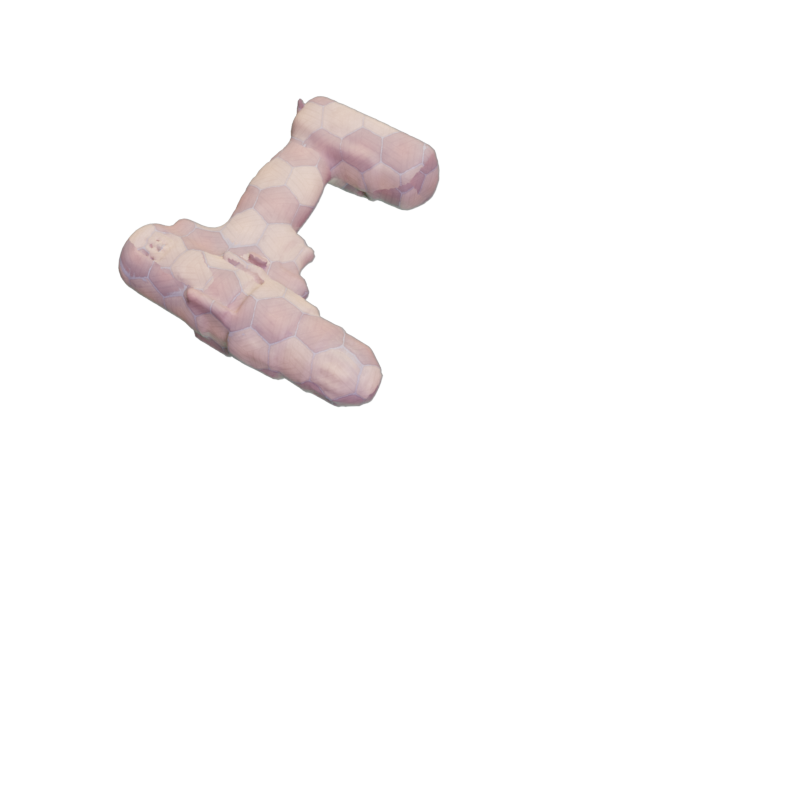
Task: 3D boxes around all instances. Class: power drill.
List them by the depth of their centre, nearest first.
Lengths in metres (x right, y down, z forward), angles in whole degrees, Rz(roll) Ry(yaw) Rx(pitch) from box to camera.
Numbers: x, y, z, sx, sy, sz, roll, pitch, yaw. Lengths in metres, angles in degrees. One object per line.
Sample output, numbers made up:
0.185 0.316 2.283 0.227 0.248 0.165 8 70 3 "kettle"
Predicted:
-0.054 -0.099 0.695 0.193 0.192 0.054 29 -31 19 "power drill"
